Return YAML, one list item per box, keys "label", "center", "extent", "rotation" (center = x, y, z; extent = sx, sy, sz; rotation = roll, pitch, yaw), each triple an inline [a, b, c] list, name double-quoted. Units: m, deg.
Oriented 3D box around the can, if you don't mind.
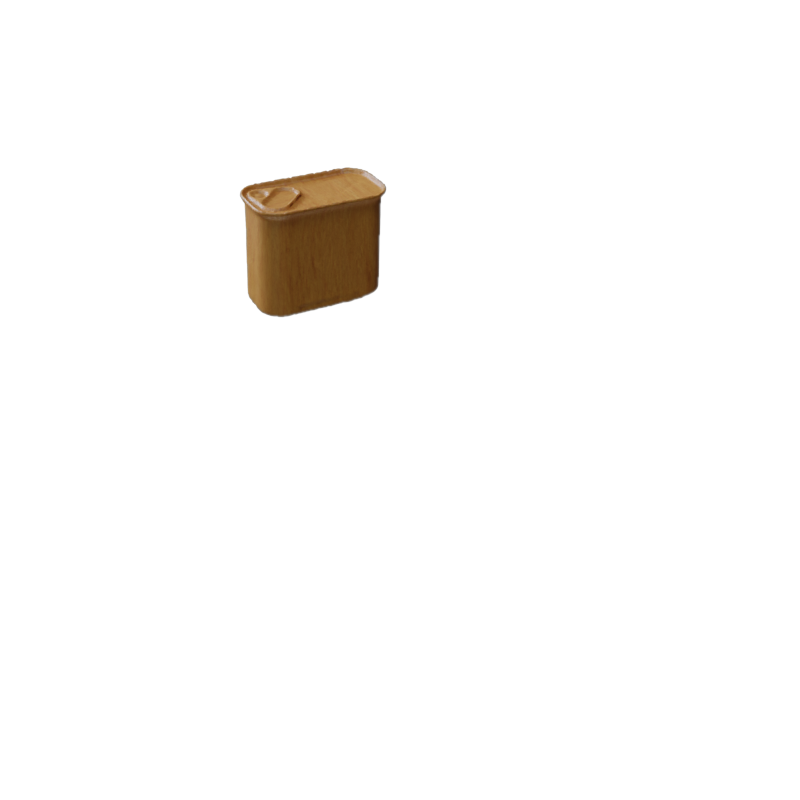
- label: "can"
  center: [-0.063, -0.115, 0.805]
  extent: [0.100, 0.079, 0.062]
  rotation: [-14, 33, -24]
